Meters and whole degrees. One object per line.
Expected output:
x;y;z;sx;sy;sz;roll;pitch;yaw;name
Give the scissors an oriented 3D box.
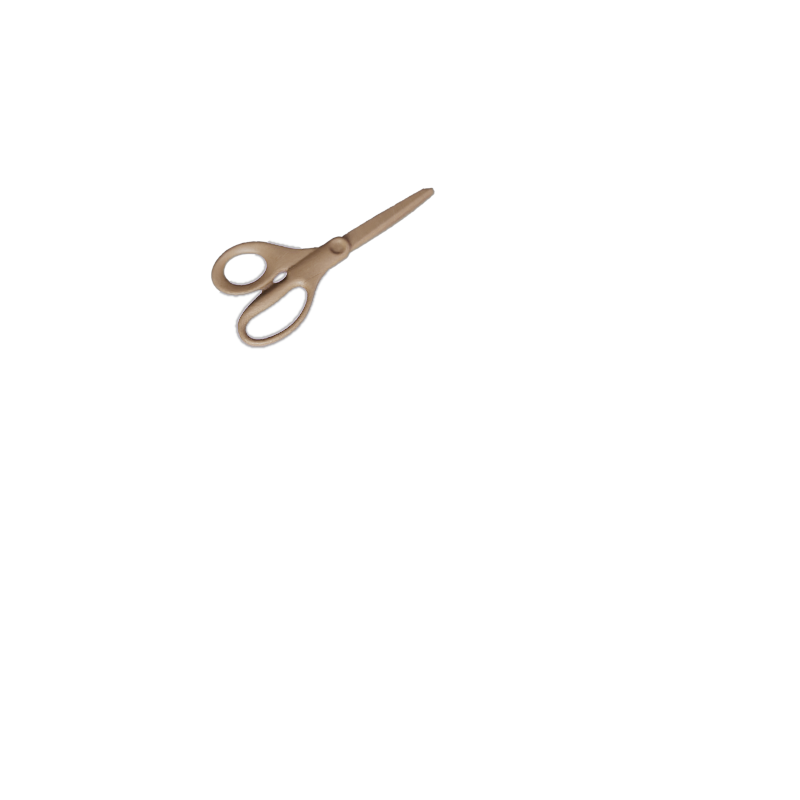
-0.071;-0.129;0.901;0.100;0.205;0.015;36;-19;14;scissors
